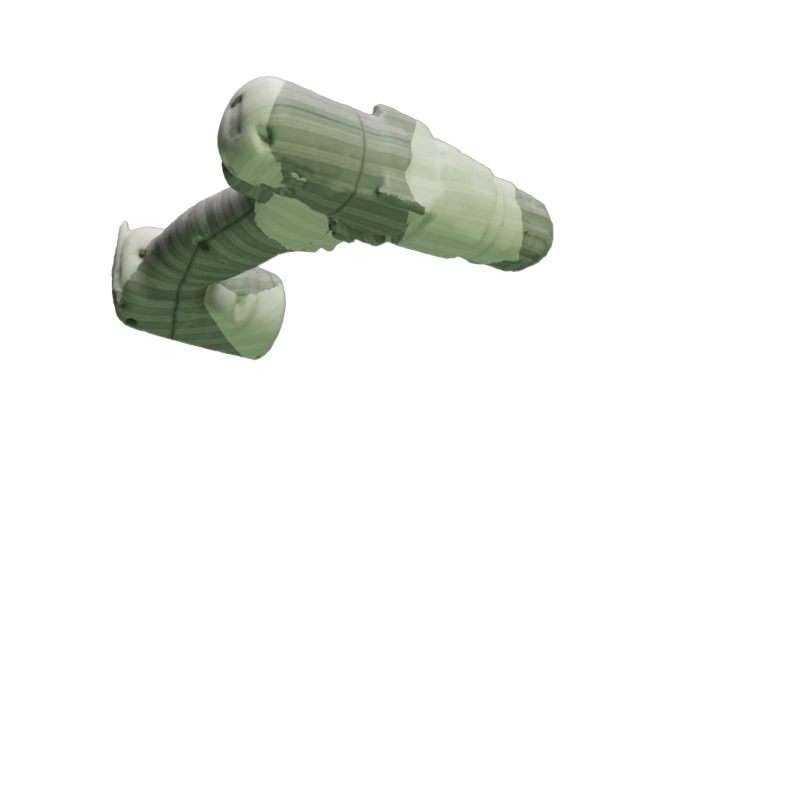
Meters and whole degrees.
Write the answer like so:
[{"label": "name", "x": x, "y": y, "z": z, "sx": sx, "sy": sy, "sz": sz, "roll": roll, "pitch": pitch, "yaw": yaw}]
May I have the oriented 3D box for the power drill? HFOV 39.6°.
[{"label": "power drill", "x": -0.043, "y": -0.079, "z": 0.554, "sx": 0.174, "sy": 0.061, "sz": 0.187, "roll": 19, "pitch": -31, "yaw": -35}]
